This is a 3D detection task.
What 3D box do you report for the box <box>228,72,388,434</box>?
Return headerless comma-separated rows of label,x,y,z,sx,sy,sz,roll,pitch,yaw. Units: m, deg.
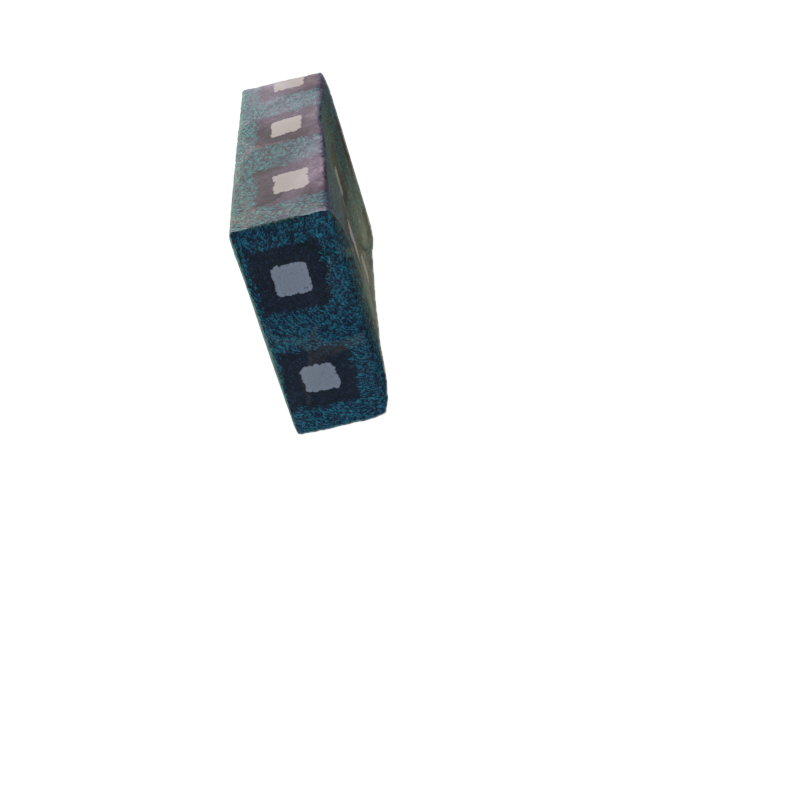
box,-0.061,-0.111,0.776,0.072,0.153,0.229,-13,36,5
